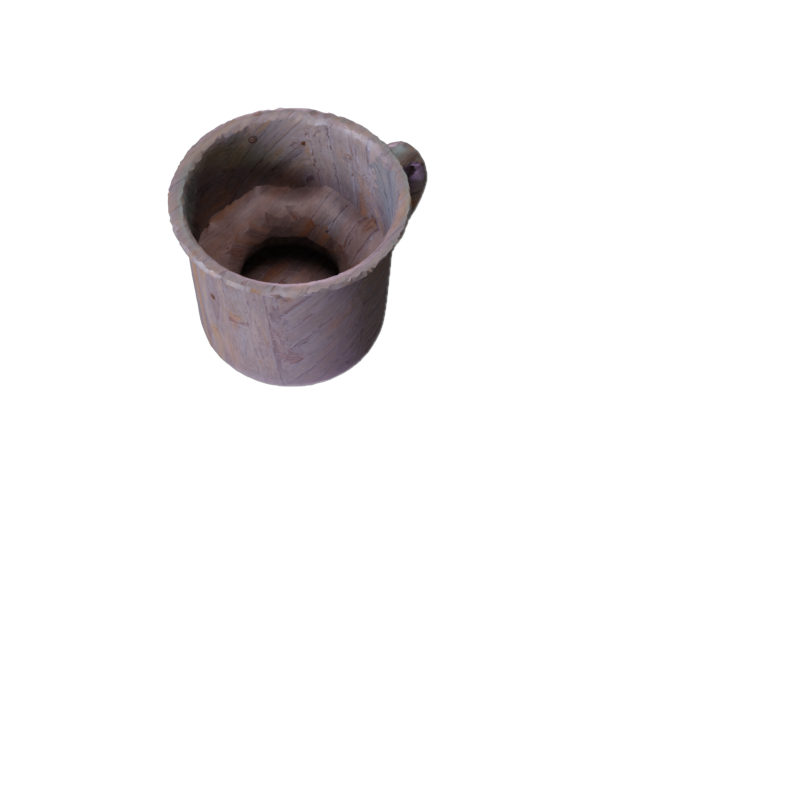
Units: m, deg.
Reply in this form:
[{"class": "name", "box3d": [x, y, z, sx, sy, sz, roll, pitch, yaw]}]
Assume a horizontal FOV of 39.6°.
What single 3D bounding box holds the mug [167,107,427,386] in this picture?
[{"class": "mug", "box3d": [-0.036, -0.066, 0.459, 0.118, 0.099, 0.076, -37, -25, -23]}]
